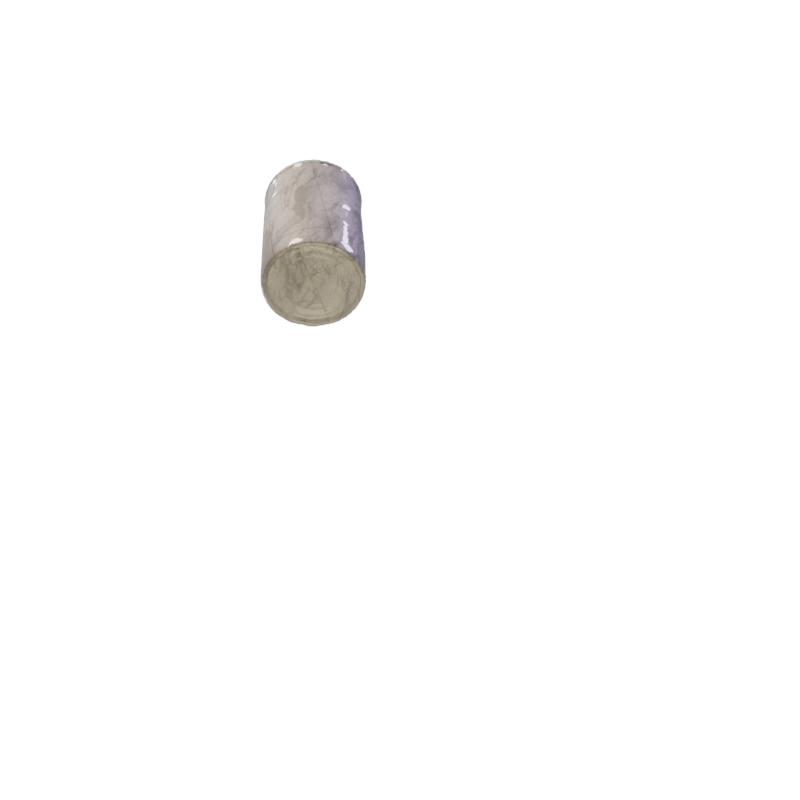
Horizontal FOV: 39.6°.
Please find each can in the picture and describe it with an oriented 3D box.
[{"bbox_3d":[-0.057,-0.105,0.733,0.068,0.064,0.109,-1,38,-3],"label":"can"}]
